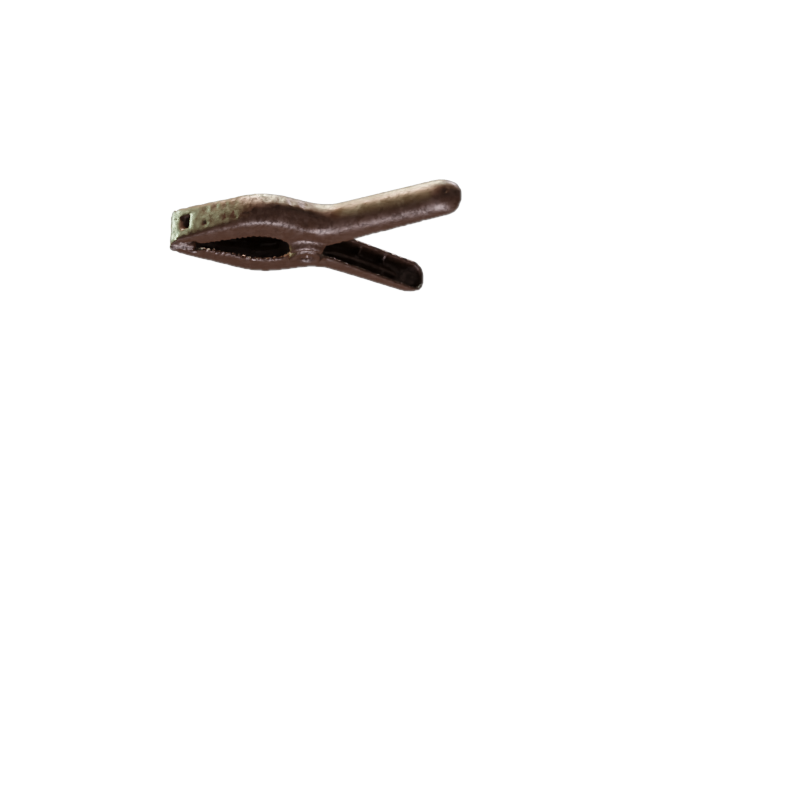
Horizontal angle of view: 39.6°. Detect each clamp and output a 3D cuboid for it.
[{"bbox_3d":[-0.065,-0.119,0.835,0.210,0.038,0.156,0,-19,1],"label":"clamp"}]
